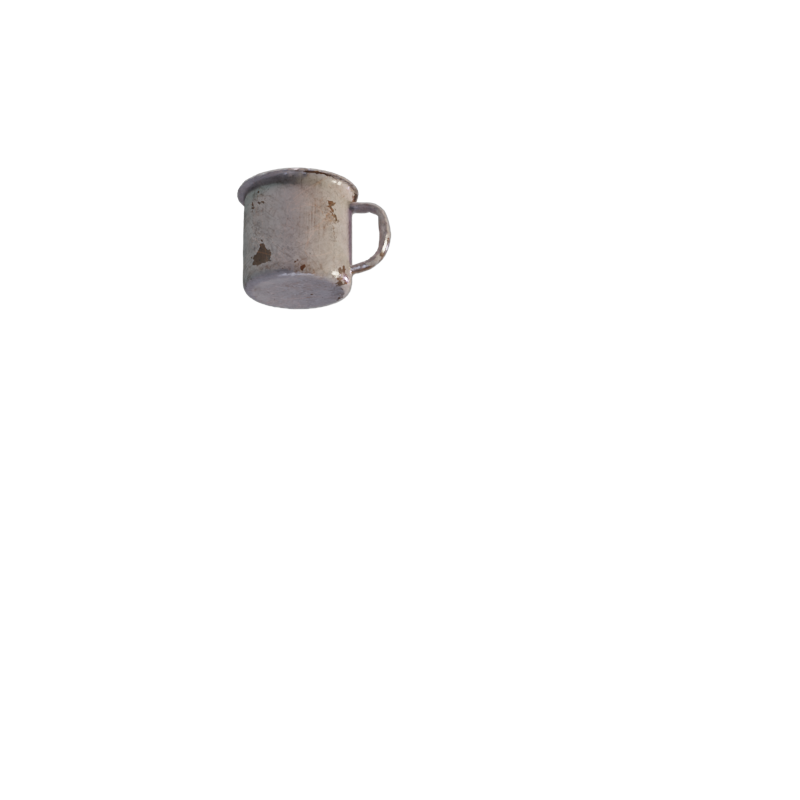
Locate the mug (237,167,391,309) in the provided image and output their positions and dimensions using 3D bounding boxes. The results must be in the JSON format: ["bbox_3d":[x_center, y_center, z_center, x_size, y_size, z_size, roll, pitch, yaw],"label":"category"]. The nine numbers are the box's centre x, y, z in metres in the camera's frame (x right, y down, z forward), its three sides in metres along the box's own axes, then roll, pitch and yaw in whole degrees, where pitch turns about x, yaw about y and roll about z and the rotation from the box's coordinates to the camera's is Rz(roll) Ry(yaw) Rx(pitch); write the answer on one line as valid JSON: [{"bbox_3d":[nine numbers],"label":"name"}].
[{"bbox_3d":[-0.065,-0.119,0.831,0.118,0.085,0.088,-3,-18,7],"label":"mug"}]
